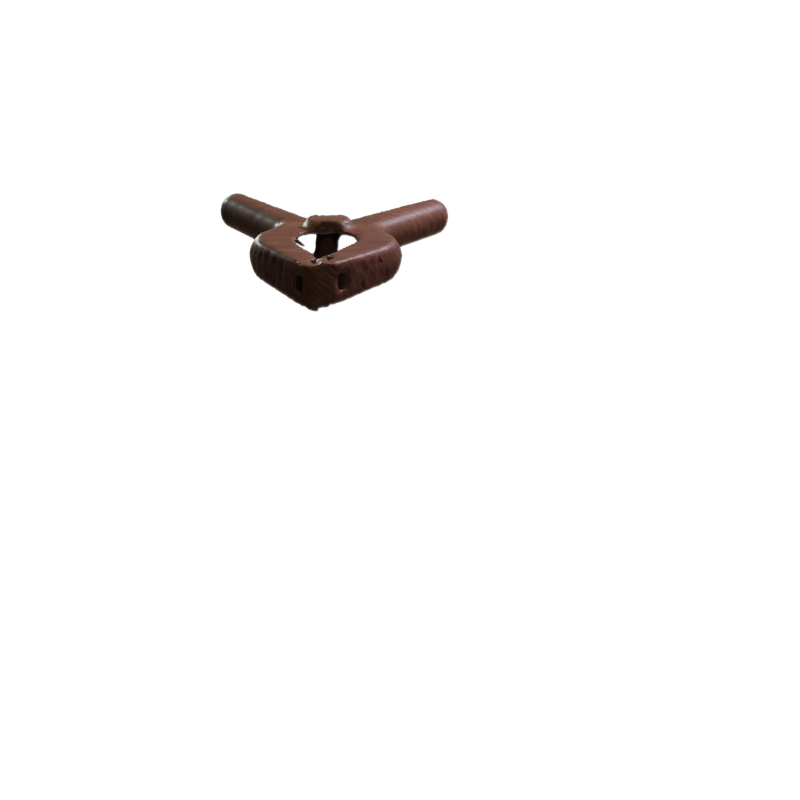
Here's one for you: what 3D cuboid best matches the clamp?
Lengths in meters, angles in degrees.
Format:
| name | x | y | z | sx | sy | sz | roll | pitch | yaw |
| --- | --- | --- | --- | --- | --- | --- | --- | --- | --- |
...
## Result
| name | x | y | z | sx | sy | sz | roll | pitch | yaw |
| --- | --- | --- | --- | --- | --- | --- | --- | --- | --- |
| clamp | -0.057 | -0.104 | 0.729 | 0.167 | 0.035 | 0.216 | 3 | 22 | 7 |
